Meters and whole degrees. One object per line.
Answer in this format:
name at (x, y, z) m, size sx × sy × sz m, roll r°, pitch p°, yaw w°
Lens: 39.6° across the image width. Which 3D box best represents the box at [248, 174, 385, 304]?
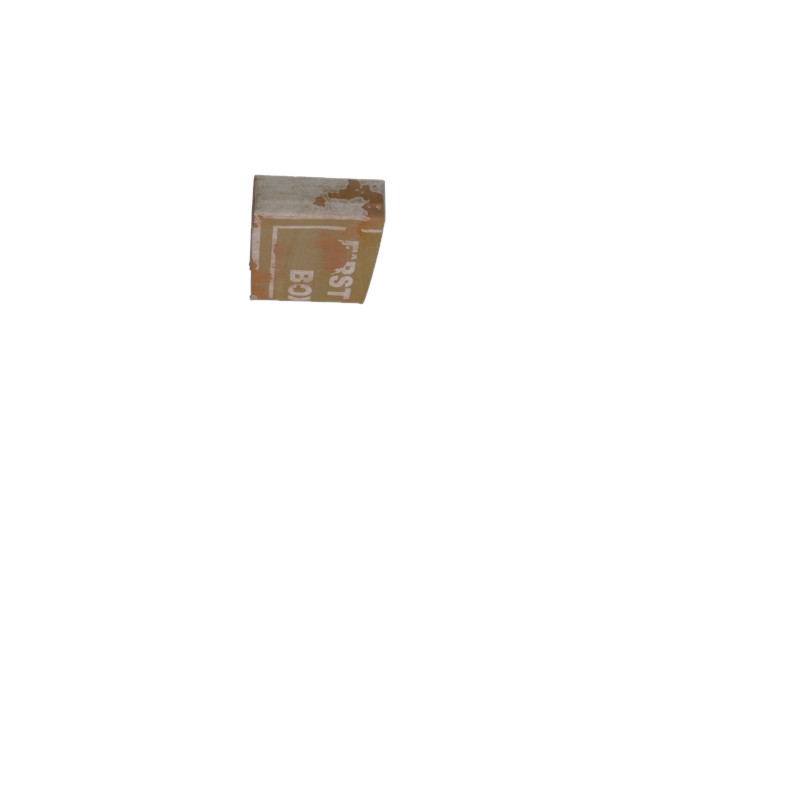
box at (-0.061, -0.112, 0.783) m, size 0.089 × 0.042 × 0.107 m, roll 3°, pitch -32°, yaw -6°
